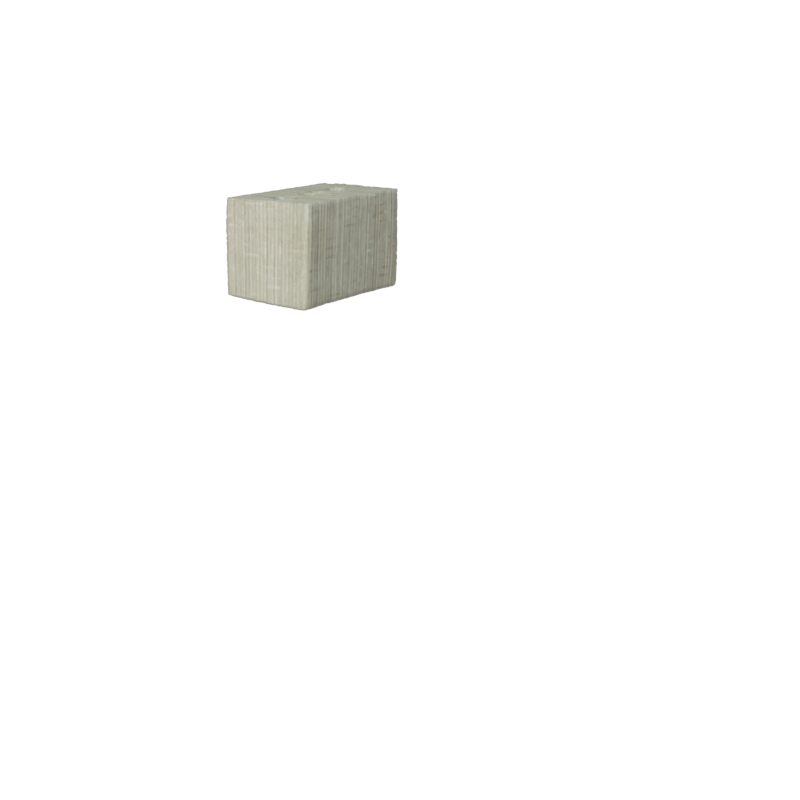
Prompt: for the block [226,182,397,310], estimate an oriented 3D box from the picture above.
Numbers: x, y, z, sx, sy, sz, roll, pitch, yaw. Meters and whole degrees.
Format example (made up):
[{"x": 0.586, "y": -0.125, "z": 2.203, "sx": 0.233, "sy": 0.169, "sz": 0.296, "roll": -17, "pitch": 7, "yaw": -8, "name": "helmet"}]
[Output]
[{"x": -0.044, "y": -0.080, "z": 0.561, "sx": 0.055, "sy": 0.050, "sz": 0.077, "roll": 10, "pitch": 18, "yaw": 34, "name": "block"}]
